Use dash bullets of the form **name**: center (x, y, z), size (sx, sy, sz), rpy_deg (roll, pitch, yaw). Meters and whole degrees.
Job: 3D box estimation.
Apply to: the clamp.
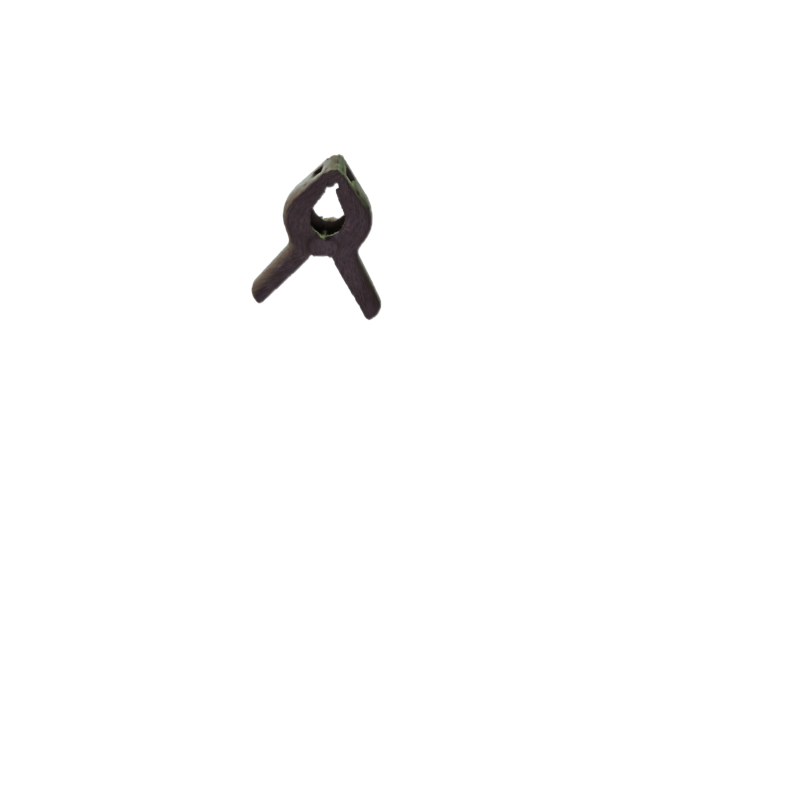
- **clamp**: center (-0.078, -0.142, 0.994), size (0.120, 0.160, 0.042), rpy_deg (-1, 37, 0)
